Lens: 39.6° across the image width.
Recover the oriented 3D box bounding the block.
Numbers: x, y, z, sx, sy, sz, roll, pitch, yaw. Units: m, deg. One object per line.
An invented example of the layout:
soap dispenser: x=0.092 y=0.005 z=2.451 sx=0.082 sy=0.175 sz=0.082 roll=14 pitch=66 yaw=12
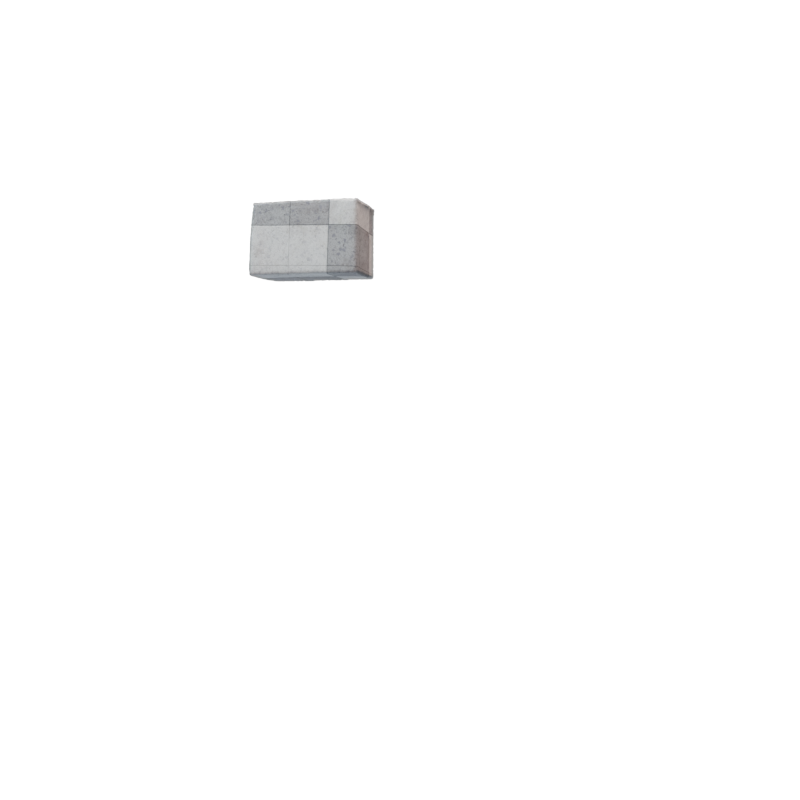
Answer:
block: x=-0.061 y=-0.112 z=0.781 sx=0.079 sy=0.052 sz=0.051 roll=-1 pitch=-3 yaw=15
